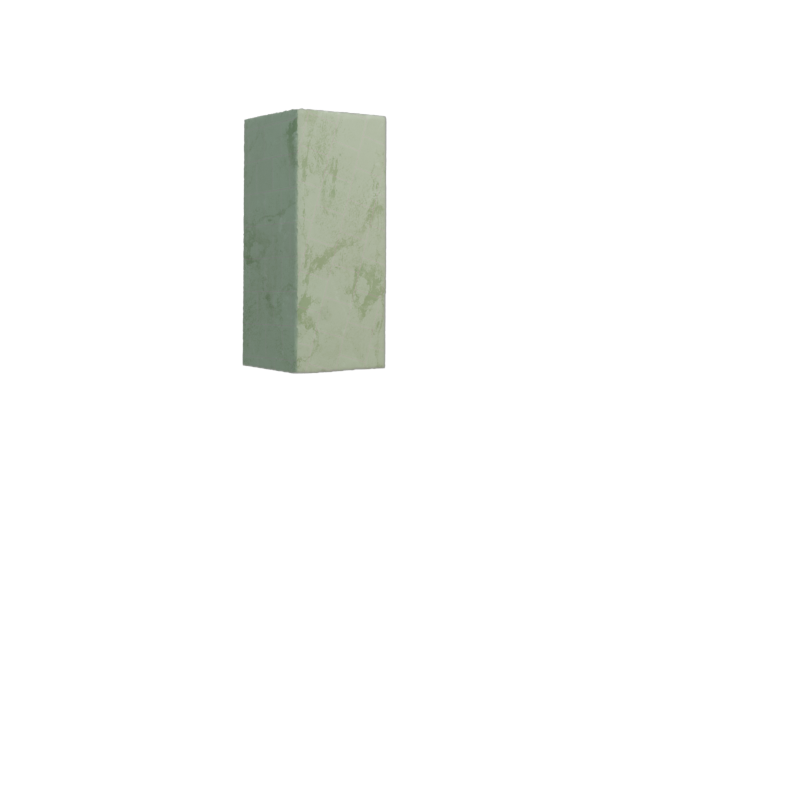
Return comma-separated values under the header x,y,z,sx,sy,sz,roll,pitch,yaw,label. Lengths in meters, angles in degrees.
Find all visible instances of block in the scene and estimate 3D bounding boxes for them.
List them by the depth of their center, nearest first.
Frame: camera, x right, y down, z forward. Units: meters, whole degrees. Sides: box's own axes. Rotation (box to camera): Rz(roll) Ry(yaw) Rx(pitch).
x,y,z,sx,sy,sz,roll,pitch,yaw,label
-0.071,-0.131,0.914,0.087,0.206,0.094,0,0,-35,block
